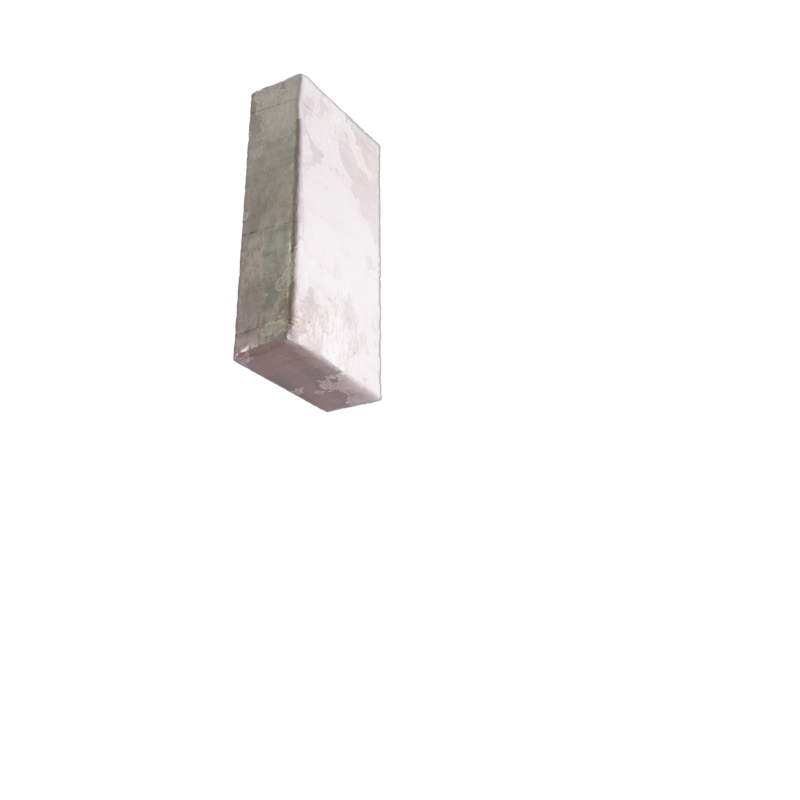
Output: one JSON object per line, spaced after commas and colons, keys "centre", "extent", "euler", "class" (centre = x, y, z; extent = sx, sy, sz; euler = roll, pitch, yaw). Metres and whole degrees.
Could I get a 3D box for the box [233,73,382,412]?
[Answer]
{"centre": [-0.051, -0.092, 0.649], "extent": [0.048, 0.187, 0.087], "euler": [-19, -33, 27], "class": "box"}
